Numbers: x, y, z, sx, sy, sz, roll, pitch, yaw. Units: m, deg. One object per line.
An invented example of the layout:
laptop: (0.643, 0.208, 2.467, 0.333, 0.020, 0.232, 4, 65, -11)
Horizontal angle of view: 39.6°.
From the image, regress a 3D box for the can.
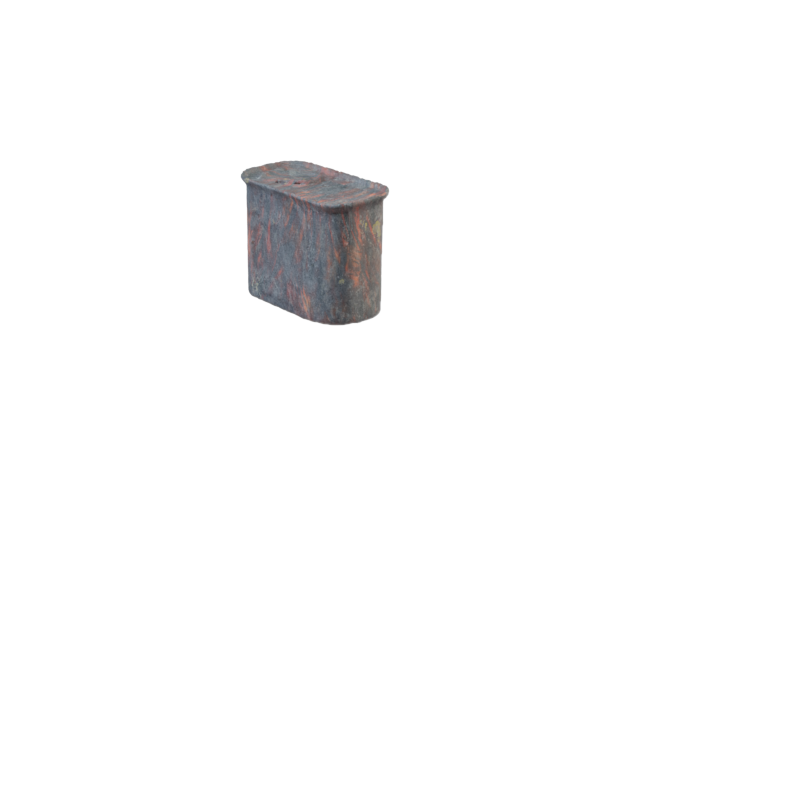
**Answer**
can: (-0.057, -0.103, 0.723, 0.057, 0.080, 0.108, -19, 31, -40)
